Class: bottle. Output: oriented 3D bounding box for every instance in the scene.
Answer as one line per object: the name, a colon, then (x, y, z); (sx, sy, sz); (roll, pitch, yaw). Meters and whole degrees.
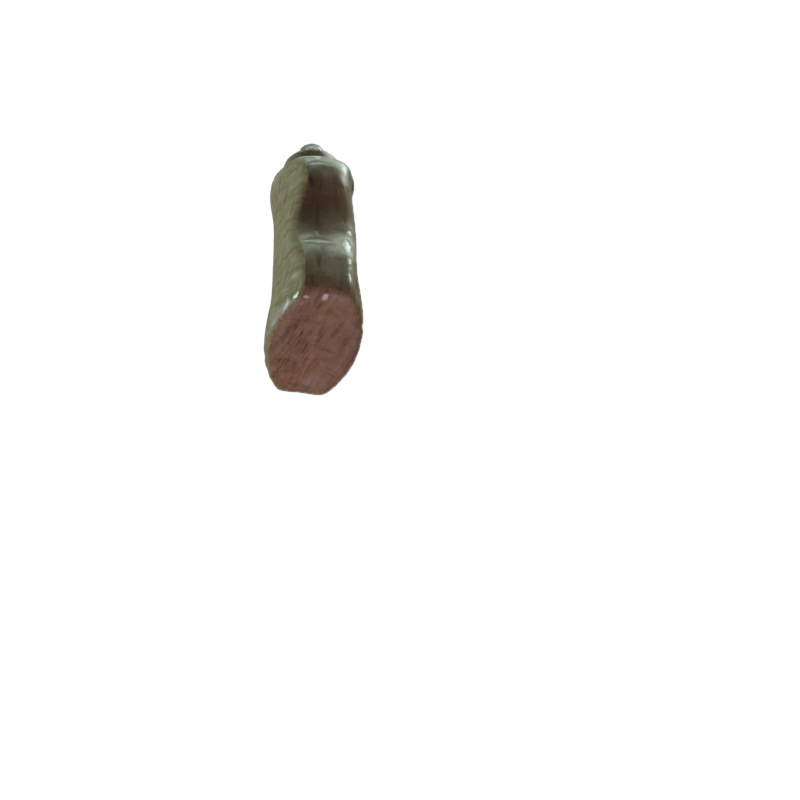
bottle: (-0.058, -0.105, 0.732); (0.058, 0.206, 0.090); (6, -44, -10)
